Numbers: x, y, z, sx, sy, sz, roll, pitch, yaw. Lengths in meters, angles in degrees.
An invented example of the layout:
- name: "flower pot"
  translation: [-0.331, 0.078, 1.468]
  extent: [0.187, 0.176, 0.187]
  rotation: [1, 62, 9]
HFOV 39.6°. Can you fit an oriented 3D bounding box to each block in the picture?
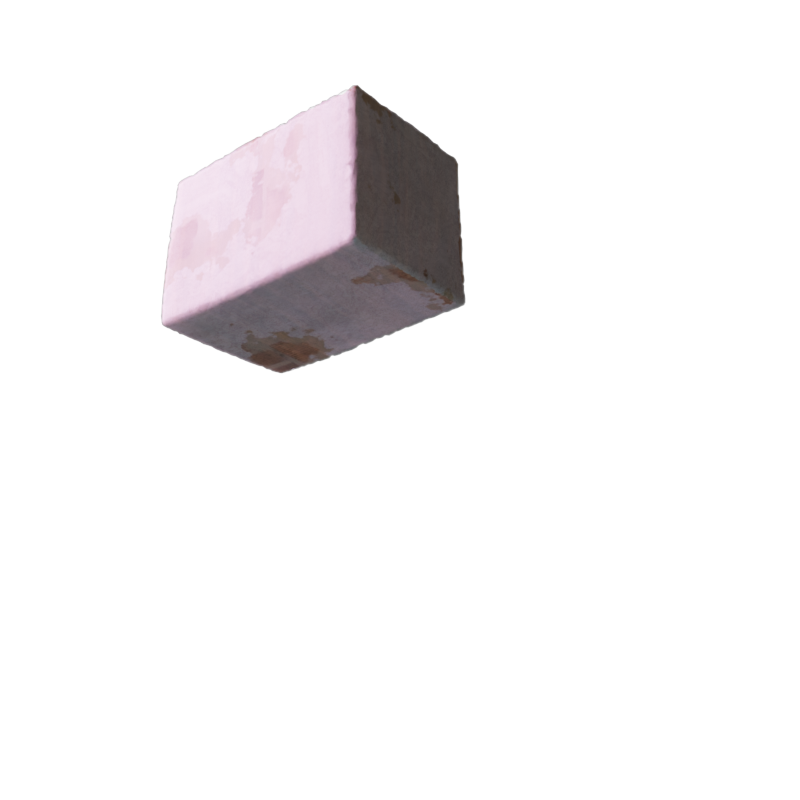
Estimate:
- name: "block"
  translation: [-0.026, -0.048, 0.338]
  extent: [0.079, 0.054, 0.049]
  rotation: [-20, -32, 34]
